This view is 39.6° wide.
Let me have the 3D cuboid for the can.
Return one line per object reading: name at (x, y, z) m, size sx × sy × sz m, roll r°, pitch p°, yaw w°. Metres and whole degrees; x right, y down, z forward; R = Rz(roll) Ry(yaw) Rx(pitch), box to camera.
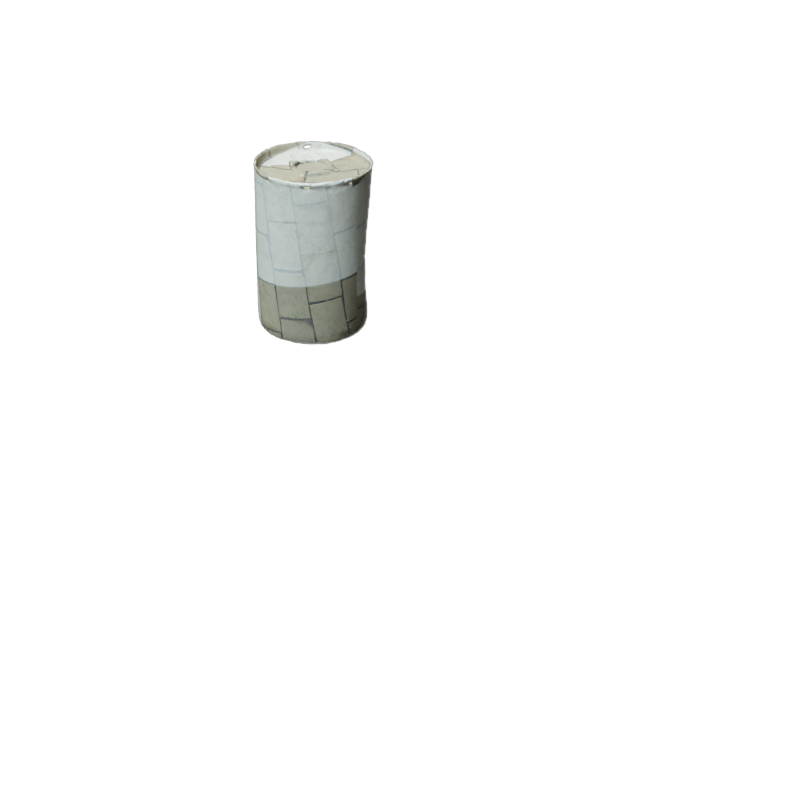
can at (-0.051, -0.093, 0.649) m, size 0.068 × 0.096 × 0.073 m, roll 0°, pitch 29°, yaw -2°
